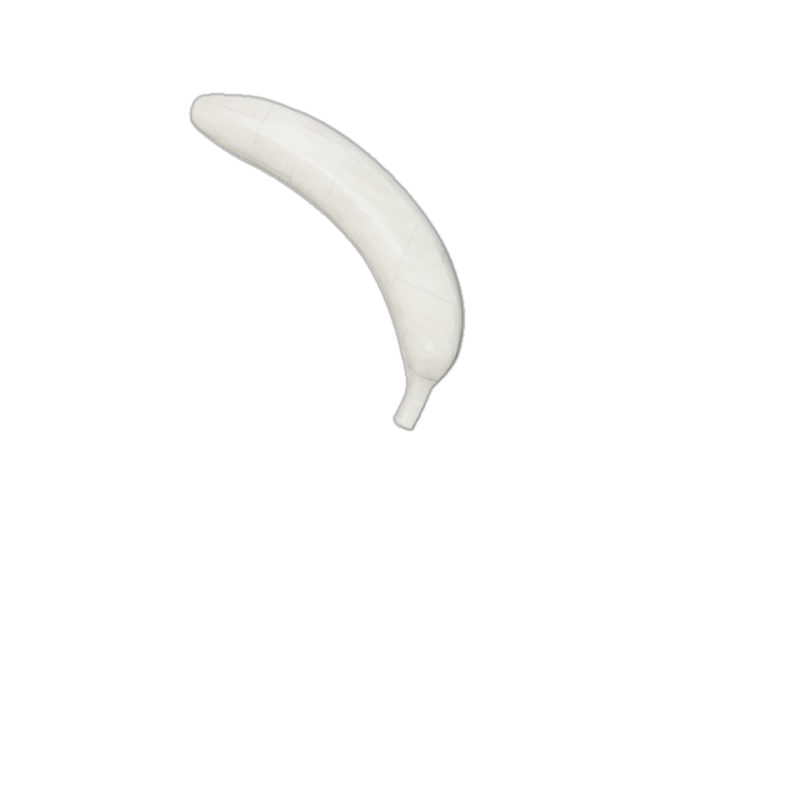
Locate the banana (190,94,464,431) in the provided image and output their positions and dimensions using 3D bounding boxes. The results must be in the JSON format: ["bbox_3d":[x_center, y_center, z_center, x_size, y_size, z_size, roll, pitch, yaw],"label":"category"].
[{"bbox_3d":[-0.025,-0.085,0.547,0.070,0.203,0.036,-33,-9,-6],"label":"banana"}]
